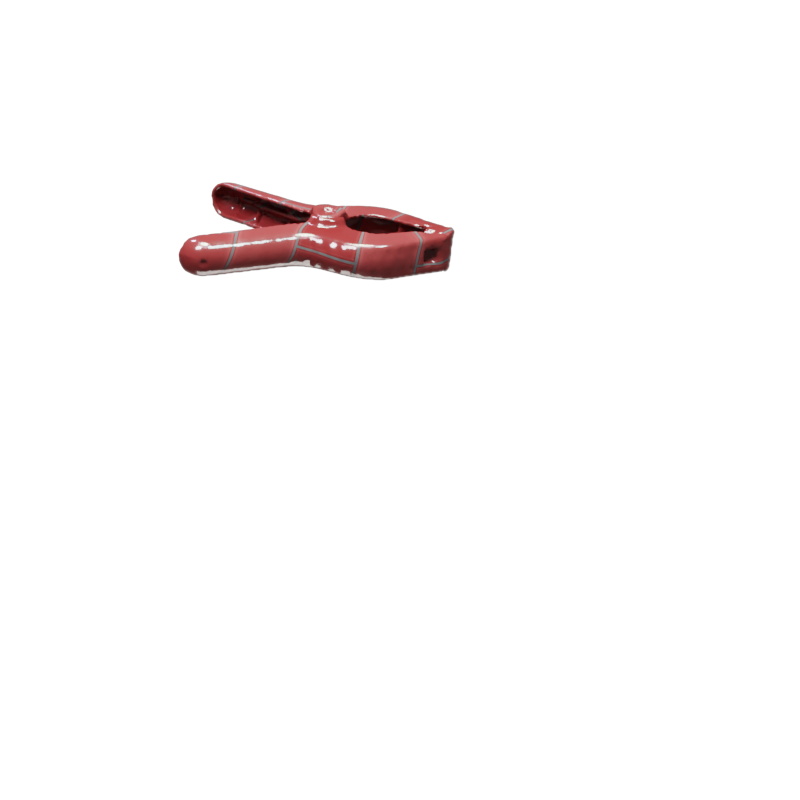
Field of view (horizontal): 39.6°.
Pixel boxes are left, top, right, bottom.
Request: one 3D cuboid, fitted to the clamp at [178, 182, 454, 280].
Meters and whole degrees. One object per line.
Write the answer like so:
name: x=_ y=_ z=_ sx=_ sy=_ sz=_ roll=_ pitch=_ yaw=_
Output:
clamp: x=-0.055 y=-0.100 z=0.703 sx=0.175 sy=0.037 sz=0.125 roll=8 pitch=34 yaw=11
